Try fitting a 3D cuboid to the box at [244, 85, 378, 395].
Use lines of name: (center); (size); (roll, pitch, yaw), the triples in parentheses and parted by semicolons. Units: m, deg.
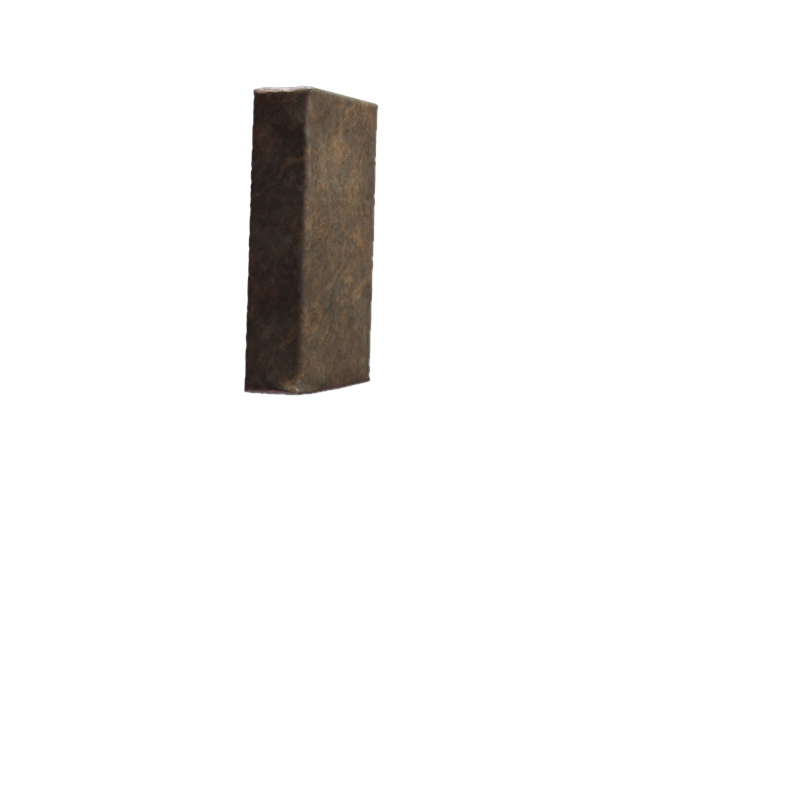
box: (-0.052, -0.095, 0.666); (0.049, 0.176, 0.090); (0, 1, 25)
